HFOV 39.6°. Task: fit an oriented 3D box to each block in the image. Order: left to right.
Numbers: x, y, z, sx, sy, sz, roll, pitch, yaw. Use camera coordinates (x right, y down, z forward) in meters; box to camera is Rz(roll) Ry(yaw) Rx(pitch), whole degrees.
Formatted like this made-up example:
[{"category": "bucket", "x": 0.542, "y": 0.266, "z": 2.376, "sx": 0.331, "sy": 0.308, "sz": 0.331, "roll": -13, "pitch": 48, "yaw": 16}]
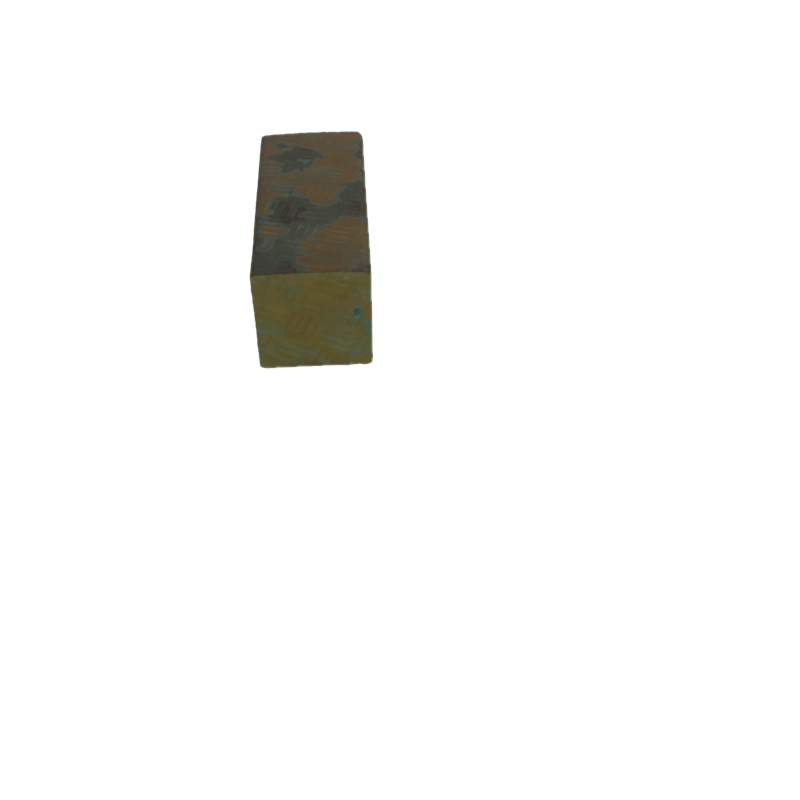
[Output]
[{"category": "block", "x": -0.070, "y": -0.130, "z": 0.908, "sx": 0.090, "sy": 0.084, "sz": 0.221, "roll": -3, "pitch": 40, "yaw": -1}]
